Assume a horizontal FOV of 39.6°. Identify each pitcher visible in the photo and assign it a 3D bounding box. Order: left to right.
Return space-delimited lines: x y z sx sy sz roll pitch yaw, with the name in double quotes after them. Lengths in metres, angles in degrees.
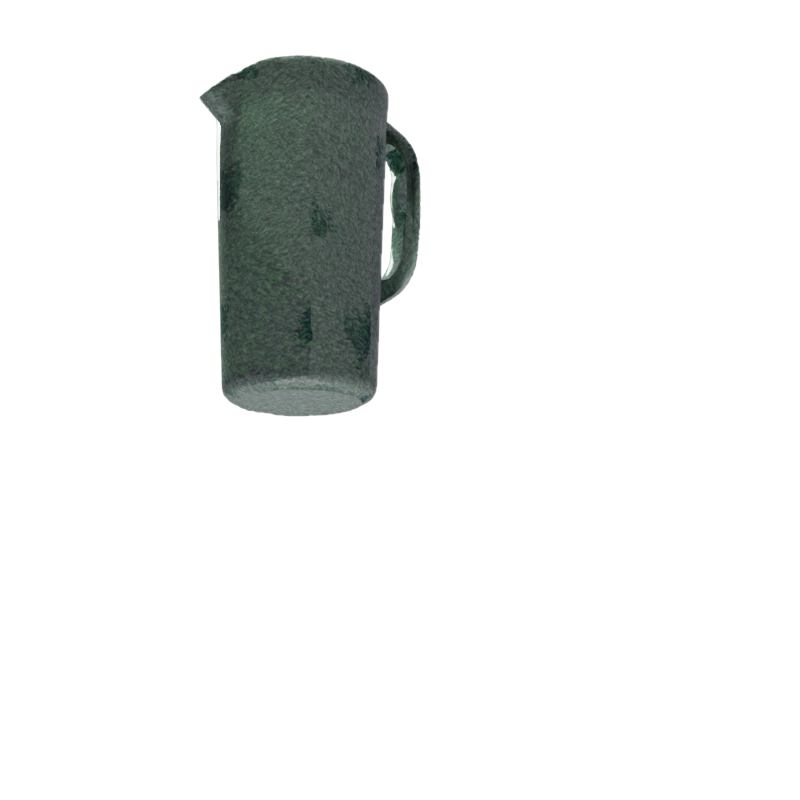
-0.064 -0.116 0.812 0.151 0.254 0.137 -4 -18 8 "pitcher"
